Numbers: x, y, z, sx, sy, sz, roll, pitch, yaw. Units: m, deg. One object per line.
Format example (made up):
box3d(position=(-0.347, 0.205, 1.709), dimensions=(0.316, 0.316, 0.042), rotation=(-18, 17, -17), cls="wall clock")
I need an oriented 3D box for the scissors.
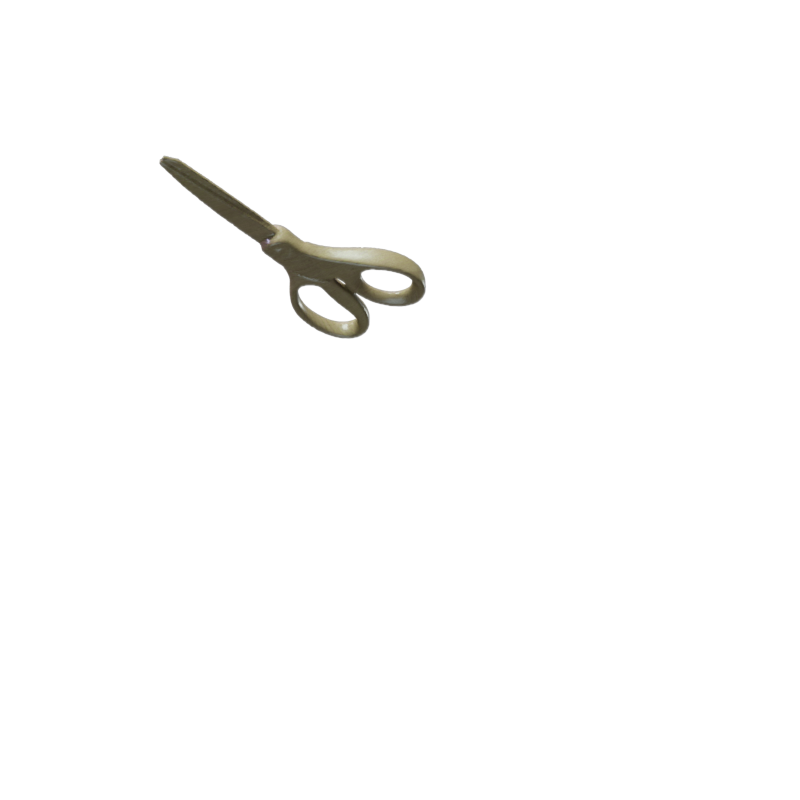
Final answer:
box3d(position=(-0.051, -0.094, 0.656), dimensions=(0.097, 0.017, 0.186), rotation=(-12, -33, 18), cls="scissors")
